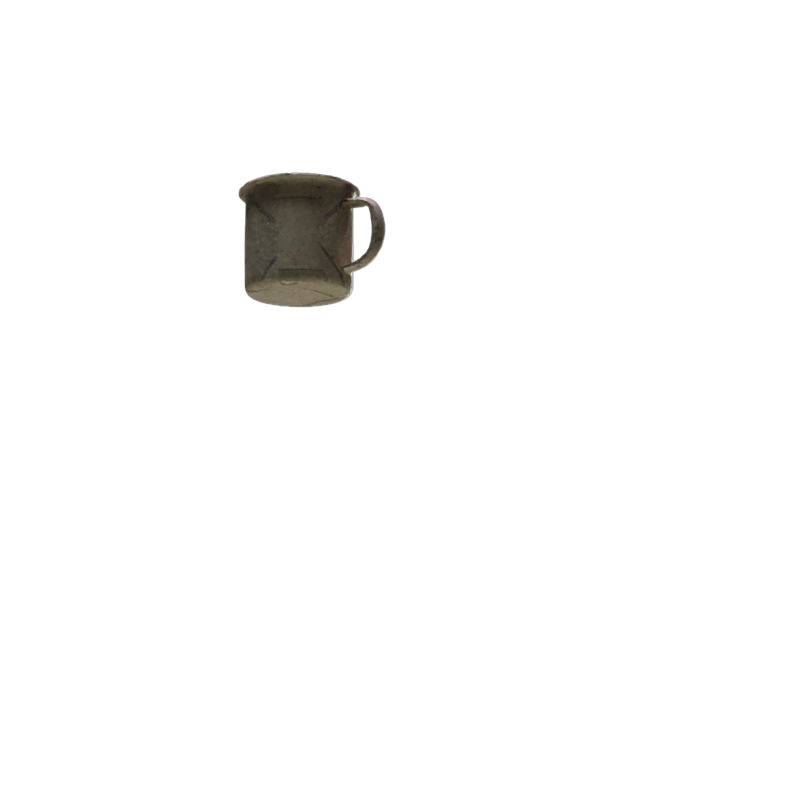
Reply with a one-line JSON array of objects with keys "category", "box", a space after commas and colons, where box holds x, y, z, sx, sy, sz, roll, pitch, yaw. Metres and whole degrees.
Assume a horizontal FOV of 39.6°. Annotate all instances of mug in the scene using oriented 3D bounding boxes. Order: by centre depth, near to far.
[{"category": "mug", "box": [-0.065, -0.118, 0.828, 0.120, 0.084, 0.088, -6, -13, 25]}]
